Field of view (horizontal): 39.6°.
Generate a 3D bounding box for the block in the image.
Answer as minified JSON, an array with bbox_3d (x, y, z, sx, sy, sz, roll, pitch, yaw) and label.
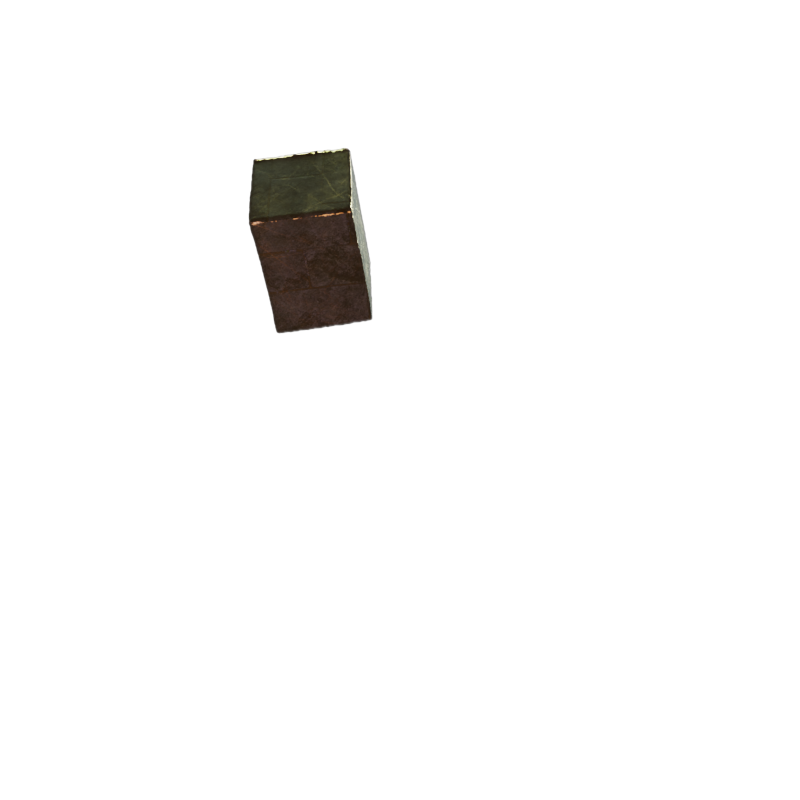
[{"bbox_3d":[-0.045,-0.082,0.573,0.053,0.072,0.055,-6,43,4],"label":"block"}]
